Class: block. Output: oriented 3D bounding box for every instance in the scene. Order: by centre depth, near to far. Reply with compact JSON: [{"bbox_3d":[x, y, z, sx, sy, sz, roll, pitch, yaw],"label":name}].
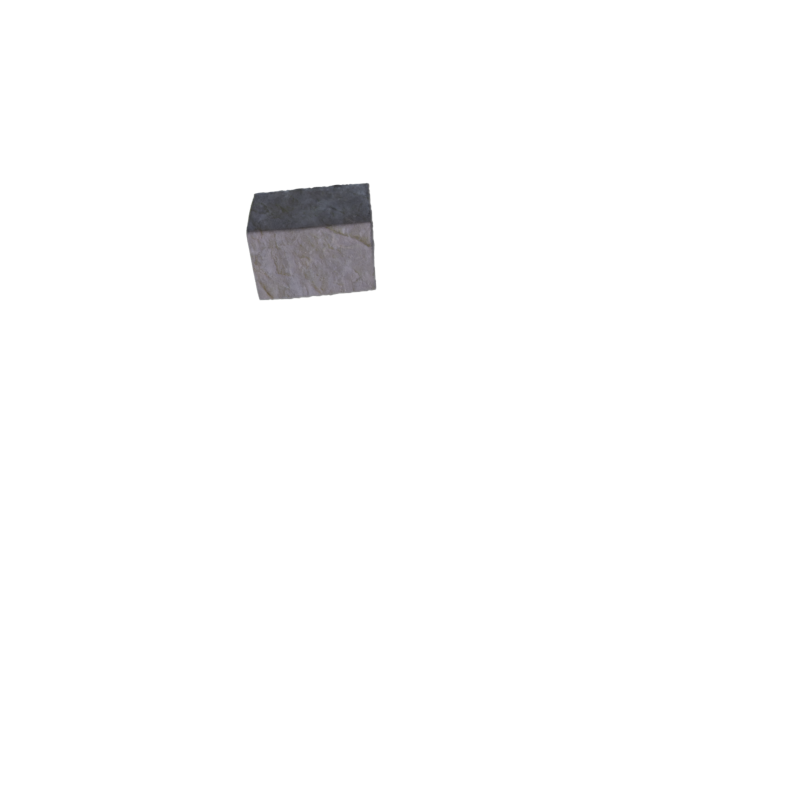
[{"bbox_3d":[-0.055,-0.101,0.708,0.078,0.049,0.055,-5,36,2],"label":"block"}]
